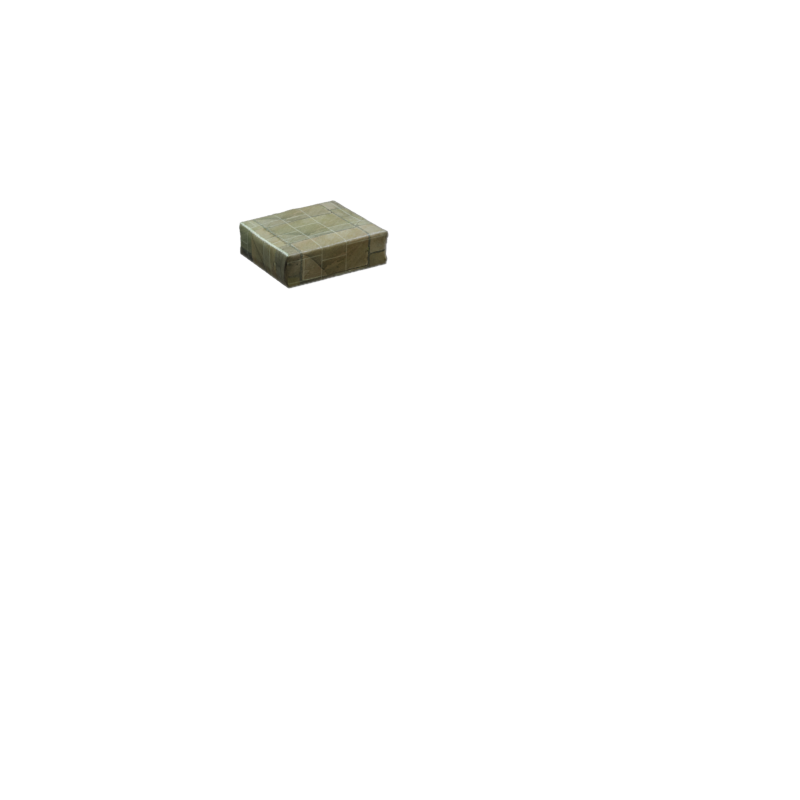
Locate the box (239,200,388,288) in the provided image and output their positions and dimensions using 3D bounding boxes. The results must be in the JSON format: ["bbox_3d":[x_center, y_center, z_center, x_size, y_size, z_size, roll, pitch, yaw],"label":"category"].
[{"bbox_3d":[-0.065,-0.118,0.829,0.088,0.028,0.078,-18,35,-29],"label":"box"}]
